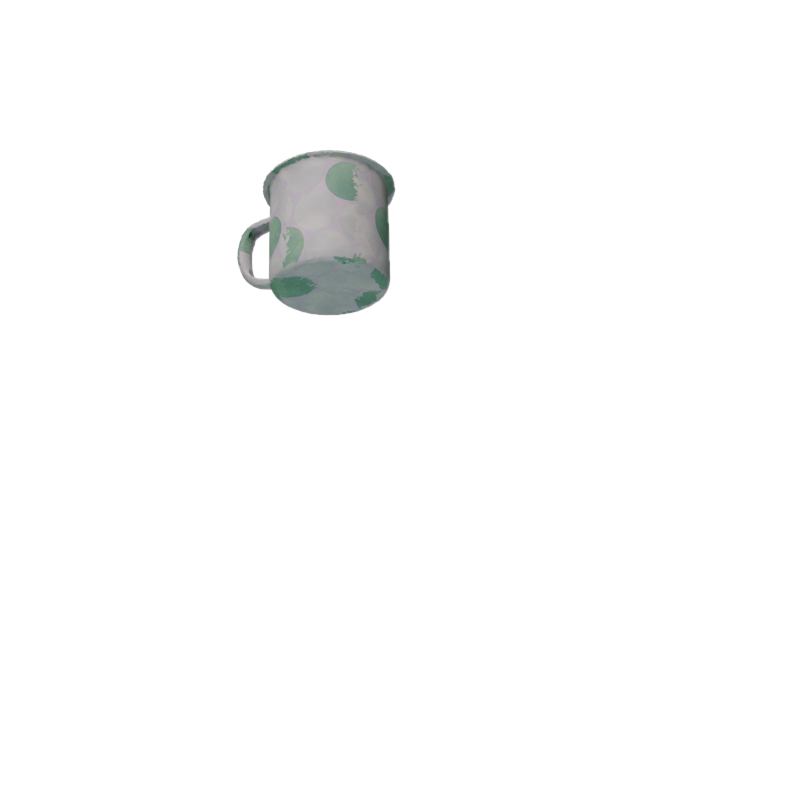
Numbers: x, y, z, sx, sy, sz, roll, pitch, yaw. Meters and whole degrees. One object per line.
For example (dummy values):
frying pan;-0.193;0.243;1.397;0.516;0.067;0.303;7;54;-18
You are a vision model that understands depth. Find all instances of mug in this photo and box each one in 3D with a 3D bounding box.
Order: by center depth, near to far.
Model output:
mug;-0.060;-0.109;0.762;0.119;0.087;0.086;-11;-30;19
